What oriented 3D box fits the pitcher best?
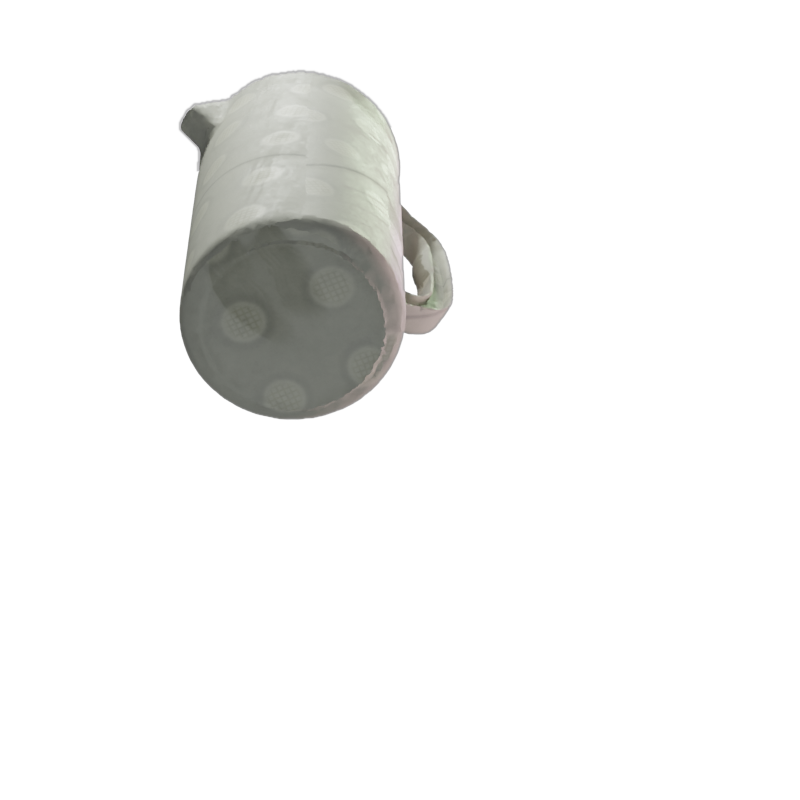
[{"bbox_3d":[-0.049,-0.090,0.630,0.149,0.137,0.257,-12,28,3],"label":"pitcher"}]
